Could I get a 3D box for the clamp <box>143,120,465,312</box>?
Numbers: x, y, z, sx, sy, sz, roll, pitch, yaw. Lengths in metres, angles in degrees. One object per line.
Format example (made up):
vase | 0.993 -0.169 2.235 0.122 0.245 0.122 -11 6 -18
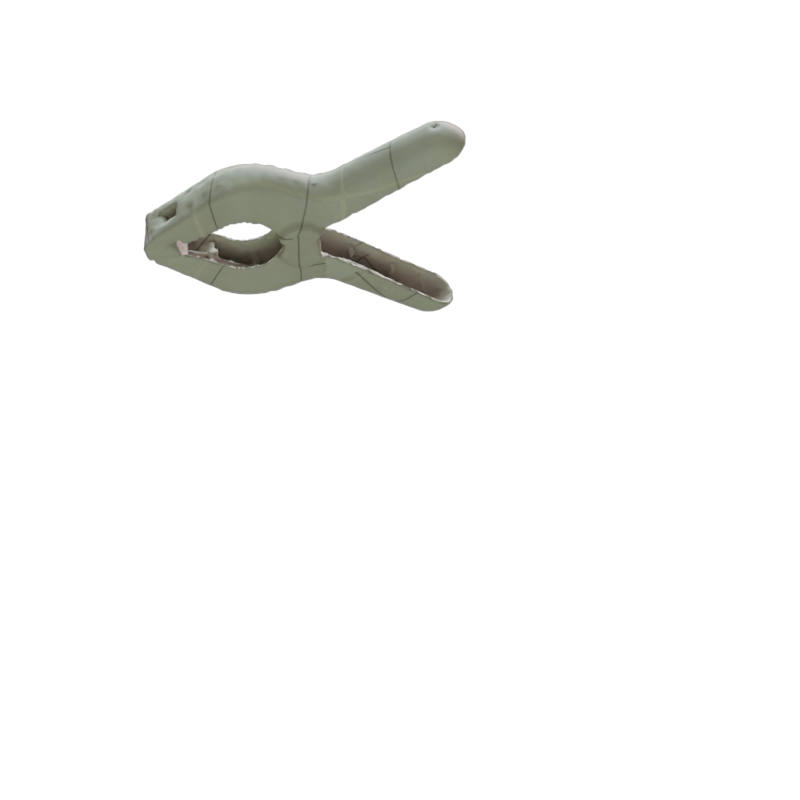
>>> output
clamp | -0.046 -0.084 0.589 0.172 0.111 0.042 -7 37 5
